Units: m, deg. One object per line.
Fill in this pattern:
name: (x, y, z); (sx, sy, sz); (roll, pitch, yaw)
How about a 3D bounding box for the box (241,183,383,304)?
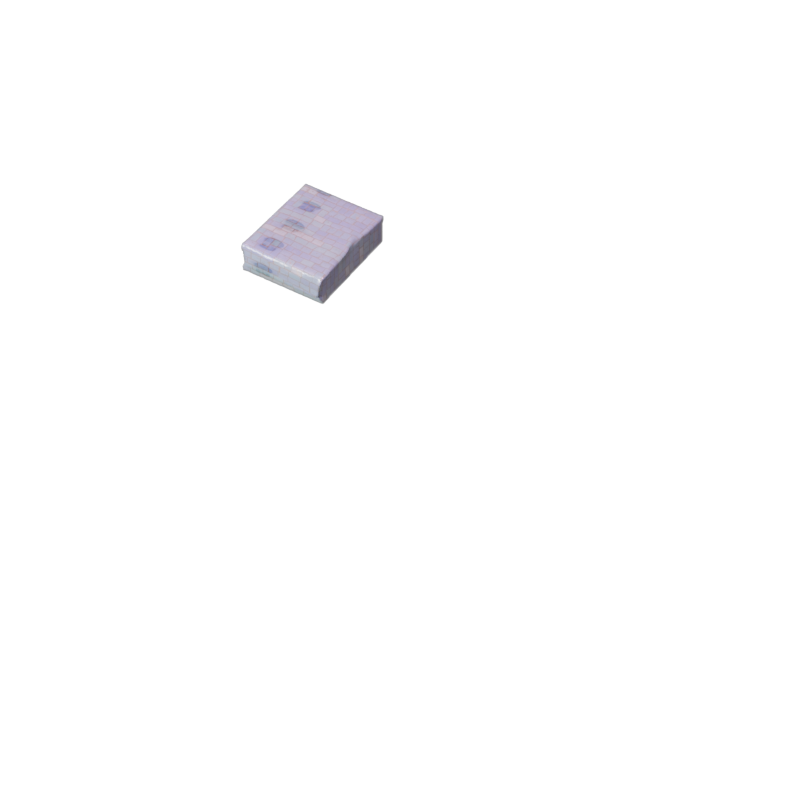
box: (-0.066, -0.120, 0.840); (0.077, 0.028, 0.091); (24, 50, 22)
